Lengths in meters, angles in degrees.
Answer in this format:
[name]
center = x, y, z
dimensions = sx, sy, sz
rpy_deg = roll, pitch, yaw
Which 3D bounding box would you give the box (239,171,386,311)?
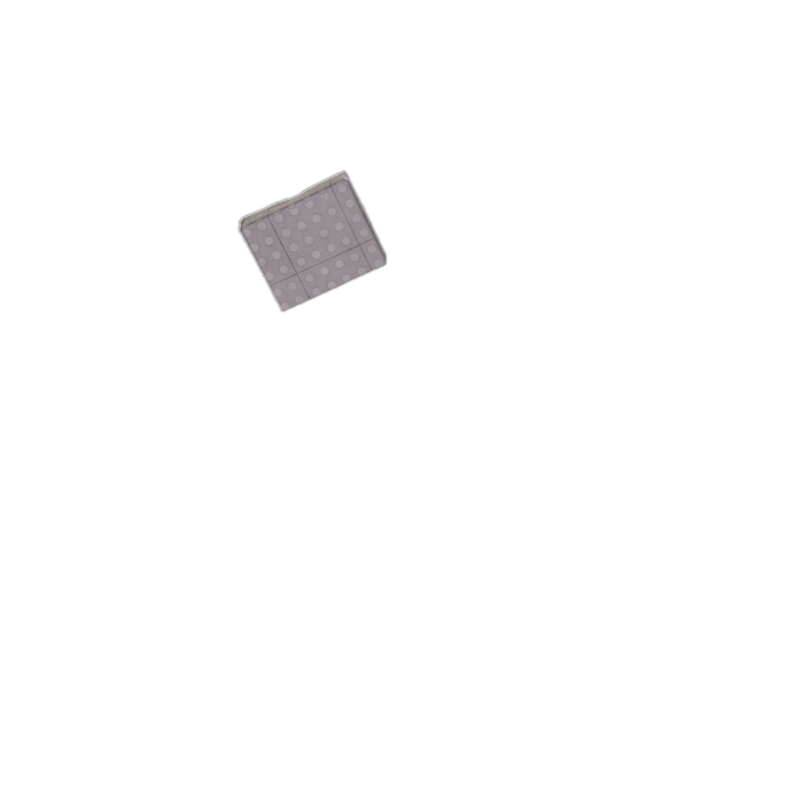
[box]
center = -0.065, -0.118, 0.827
dimensions = 0.089, 0.070, 0.031
rpy_deg = -24, 17, 7
